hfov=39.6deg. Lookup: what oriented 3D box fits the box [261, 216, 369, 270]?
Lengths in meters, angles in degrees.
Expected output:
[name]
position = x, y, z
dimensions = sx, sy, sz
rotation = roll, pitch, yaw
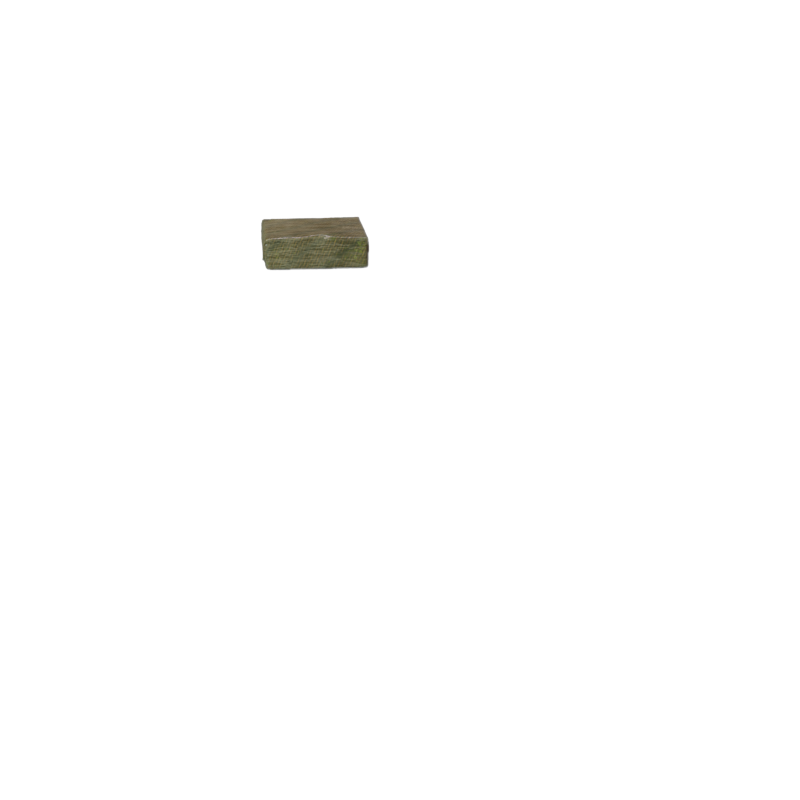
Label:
[box]
position = -0.075, -0.136, 0.954
dimensions = 0.089, 0.029, 0.077
rotation = -2, 21, -5
